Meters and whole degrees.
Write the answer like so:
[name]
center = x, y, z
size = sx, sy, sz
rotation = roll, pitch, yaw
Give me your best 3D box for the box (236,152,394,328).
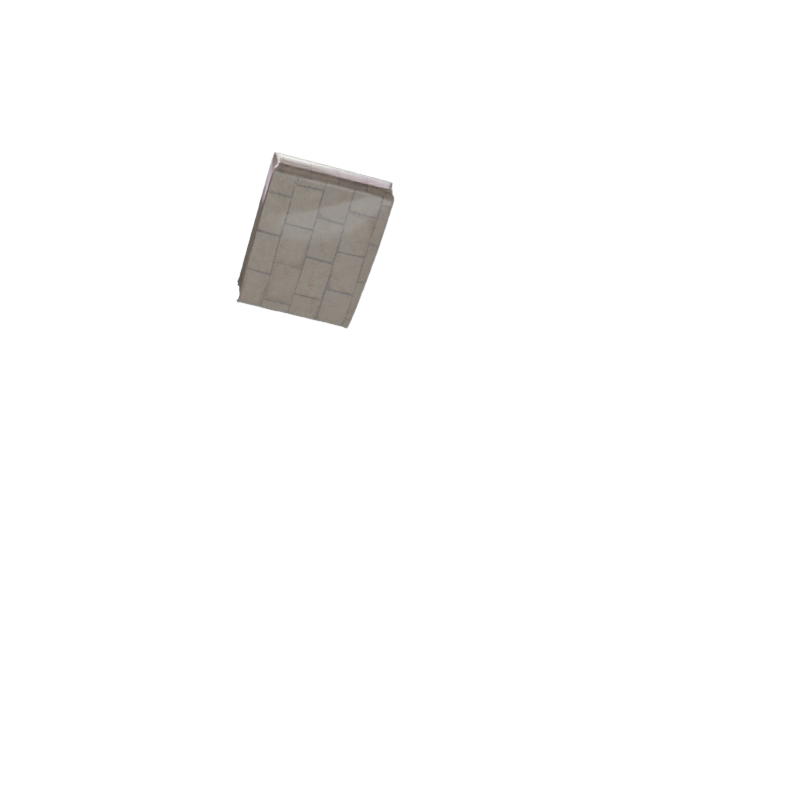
[box]
center = -0.063, -0.115, 0.805
size = 0.089, 0.109, 0.041
rotation = 15, 25, -8
